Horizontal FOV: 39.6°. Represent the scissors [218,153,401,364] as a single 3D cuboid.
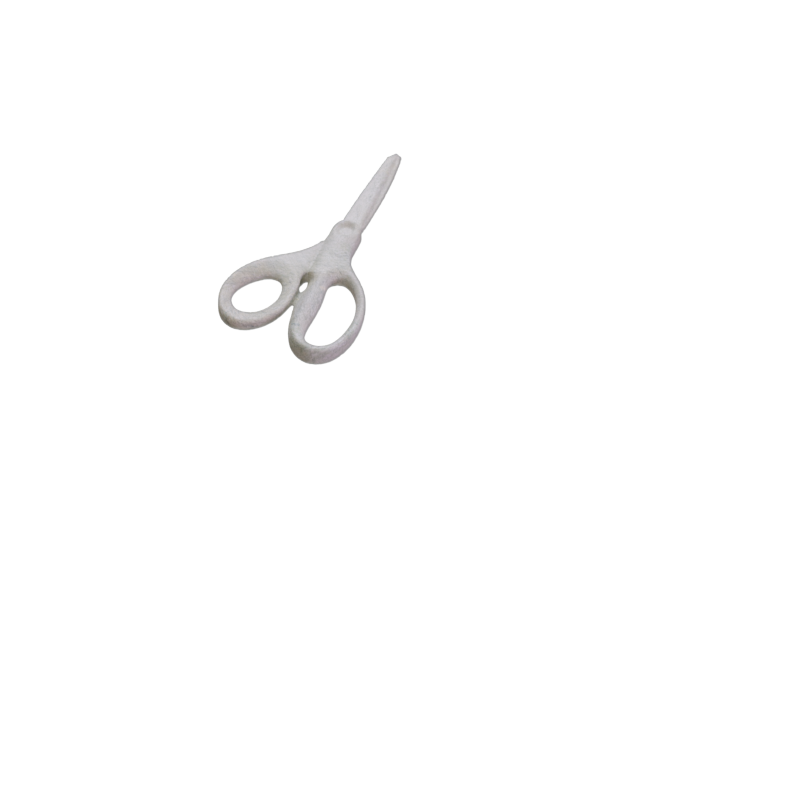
[{"bbox_3d":[-0.054,-0.099,0.695,0.097,0.015,0.215,3,44,3],"label":"scissors"}]
